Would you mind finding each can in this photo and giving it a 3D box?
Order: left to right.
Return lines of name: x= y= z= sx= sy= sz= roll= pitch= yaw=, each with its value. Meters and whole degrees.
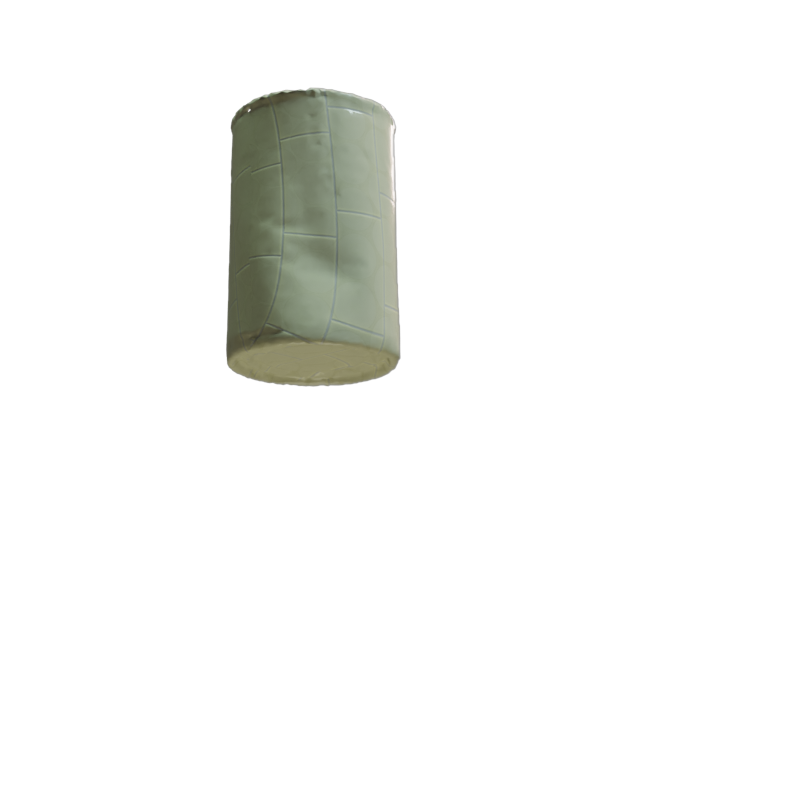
can: x=-0.034 y=-0.063 z=0.440 sx=0.068 sy=0.107 sz=0.066 roll=0 pitch=-18 yaw=-2
